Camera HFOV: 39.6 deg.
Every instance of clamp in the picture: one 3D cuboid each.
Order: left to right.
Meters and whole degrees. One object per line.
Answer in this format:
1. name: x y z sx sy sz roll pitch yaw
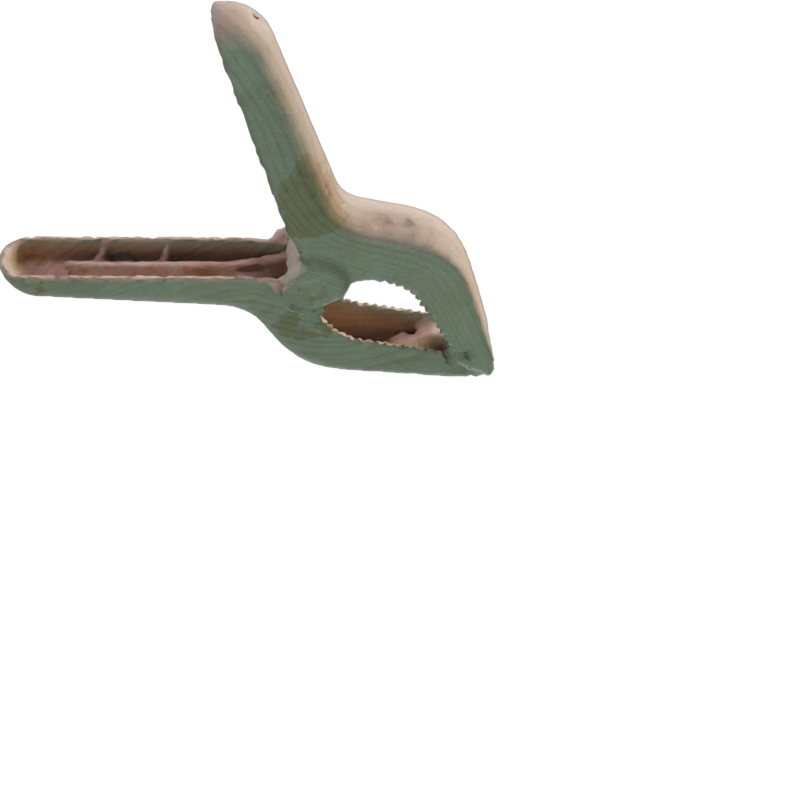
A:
1. clamp: -0.035 -0.064 0.448 0.200 0.039 0.161 22 -43 -25
